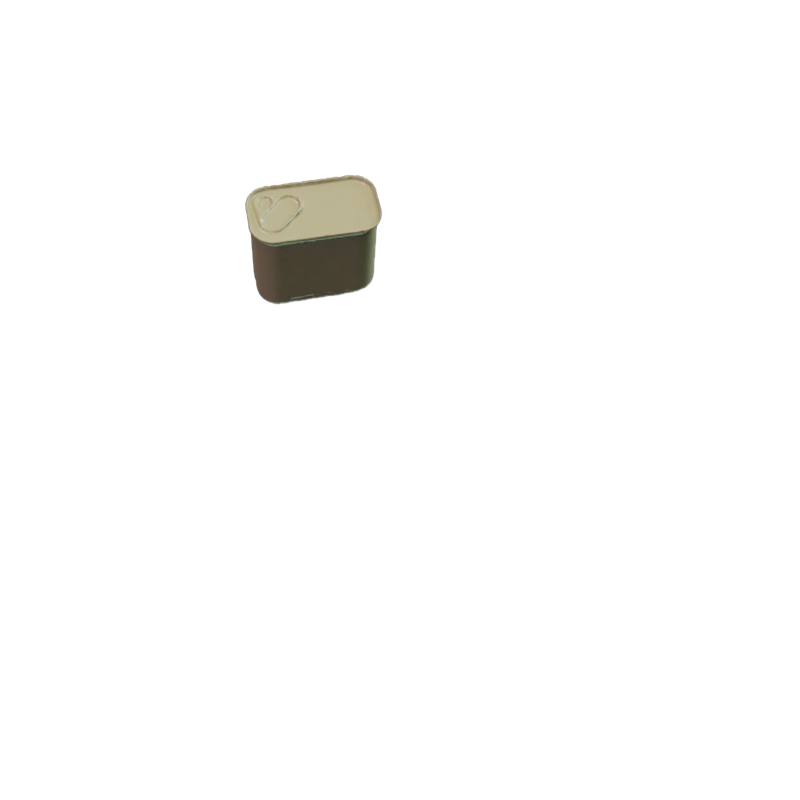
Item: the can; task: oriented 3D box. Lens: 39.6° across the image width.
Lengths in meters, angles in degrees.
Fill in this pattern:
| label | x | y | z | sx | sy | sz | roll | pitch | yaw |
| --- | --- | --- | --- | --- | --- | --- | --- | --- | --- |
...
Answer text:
| label | x | y | z | sx | sy | sz | roll | pitch | yaw |
| --- | --- | --- | --- | --- | --- | --- | --- | --- | --- |
| can | -0.068 | -0.124 | 0.872 | 0.101 | 0.062 | 0.078 | -8 | -33 | -7 |
